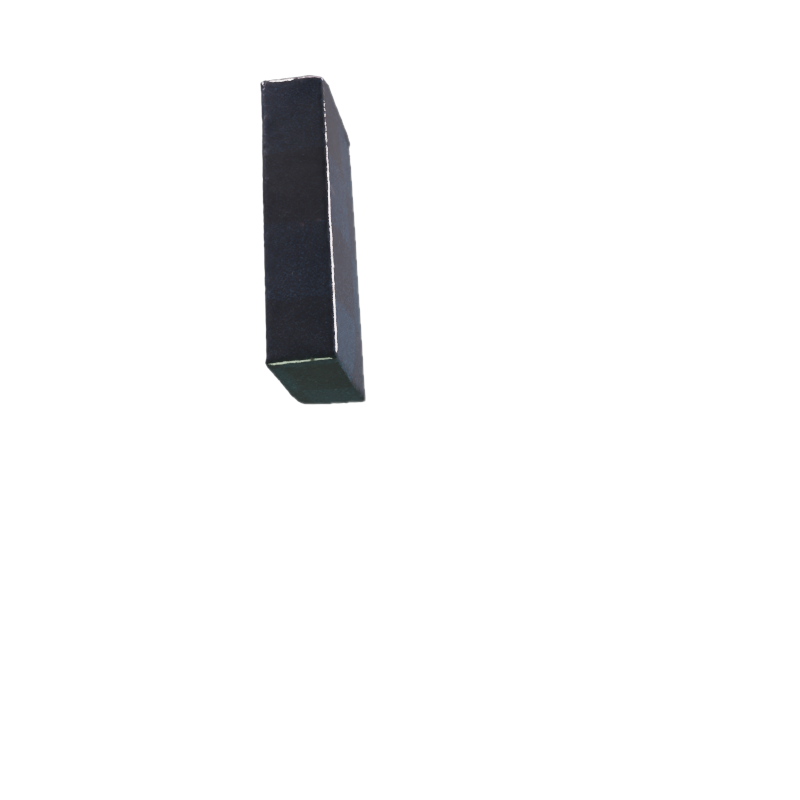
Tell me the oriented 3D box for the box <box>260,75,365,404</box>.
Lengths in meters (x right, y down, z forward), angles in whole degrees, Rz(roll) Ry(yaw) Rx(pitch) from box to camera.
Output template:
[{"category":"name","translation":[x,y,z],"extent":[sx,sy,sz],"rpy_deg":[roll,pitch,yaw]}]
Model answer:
[{"category":"box","translation":[-0.051,-0.094,0.654],"extent":[0.048,0.185,0.088],"rpy_deg":[-5,-21,8]}]
